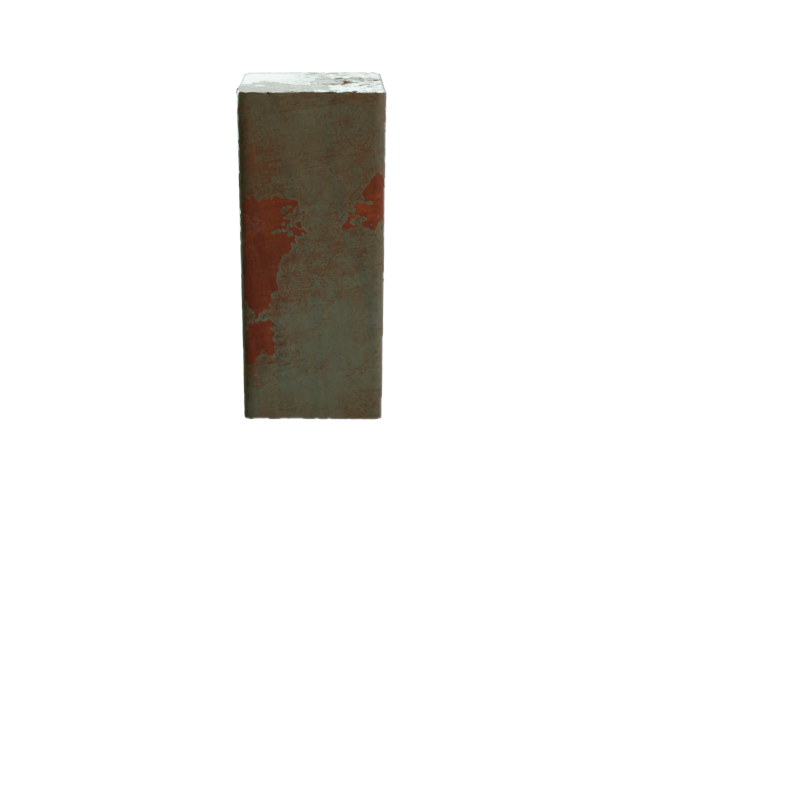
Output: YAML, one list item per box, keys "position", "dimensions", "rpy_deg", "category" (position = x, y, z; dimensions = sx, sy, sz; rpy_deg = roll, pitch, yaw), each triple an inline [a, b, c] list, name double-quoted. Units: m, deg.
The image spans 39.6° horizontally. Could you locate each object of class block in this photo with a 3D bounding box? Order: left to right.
- position: [-0.056, -0.101, 0.710]
  dimensions: [0.090, 0.198, 0.095]
  rpy_deg: [0, 18, -3]
  category: "block"
